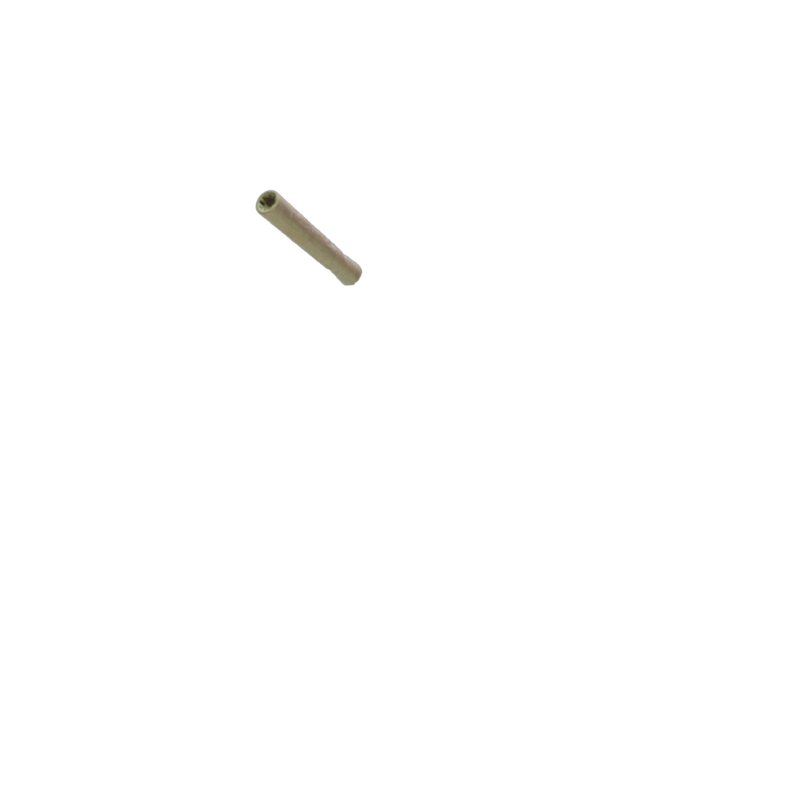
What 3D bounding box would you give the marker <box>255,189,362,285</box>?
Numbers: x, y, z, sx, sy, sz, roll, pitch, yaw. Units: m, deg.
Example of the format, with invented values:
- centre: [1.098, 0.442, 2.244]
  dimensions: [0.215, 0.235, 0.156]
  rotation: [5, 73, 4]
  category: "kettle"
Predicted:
- centre: [-0.061, -0.111, 0.779]
  dimensions: [0.020, 0.020, 0.112]
  rotation: [3, -20, 33]
  category: "marker"
